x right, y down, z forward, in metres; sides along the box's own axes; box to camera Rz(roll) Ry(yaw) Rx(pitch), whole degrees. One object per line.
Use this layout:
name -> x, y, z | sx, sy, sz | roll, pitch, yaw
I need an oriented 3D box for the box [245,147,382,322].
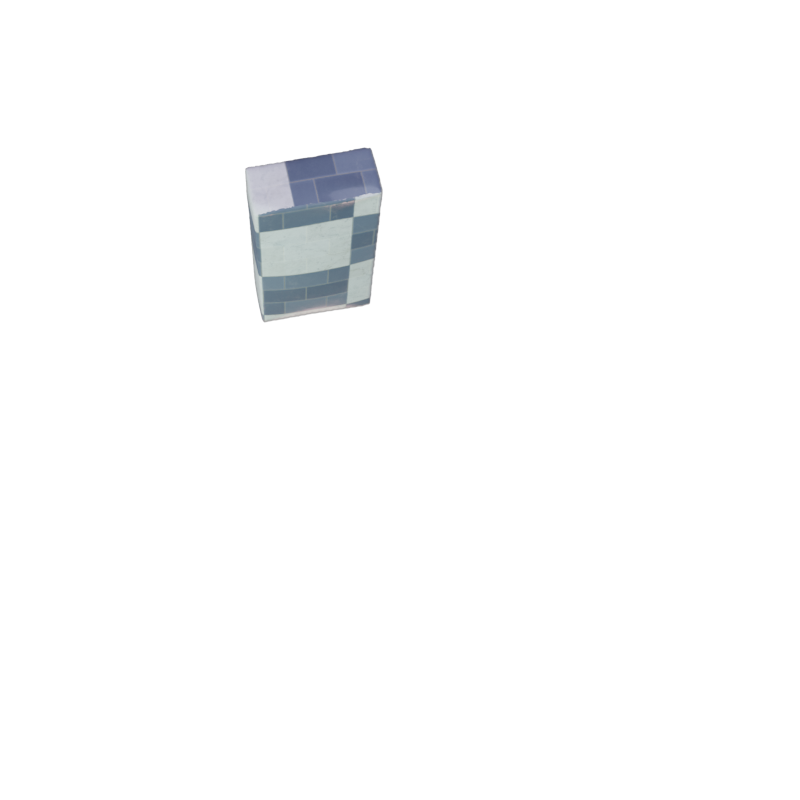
box -> -0.066, -0.119, 0.838 | 0.093, 0.051, 0.168 | -10, -19, -7
